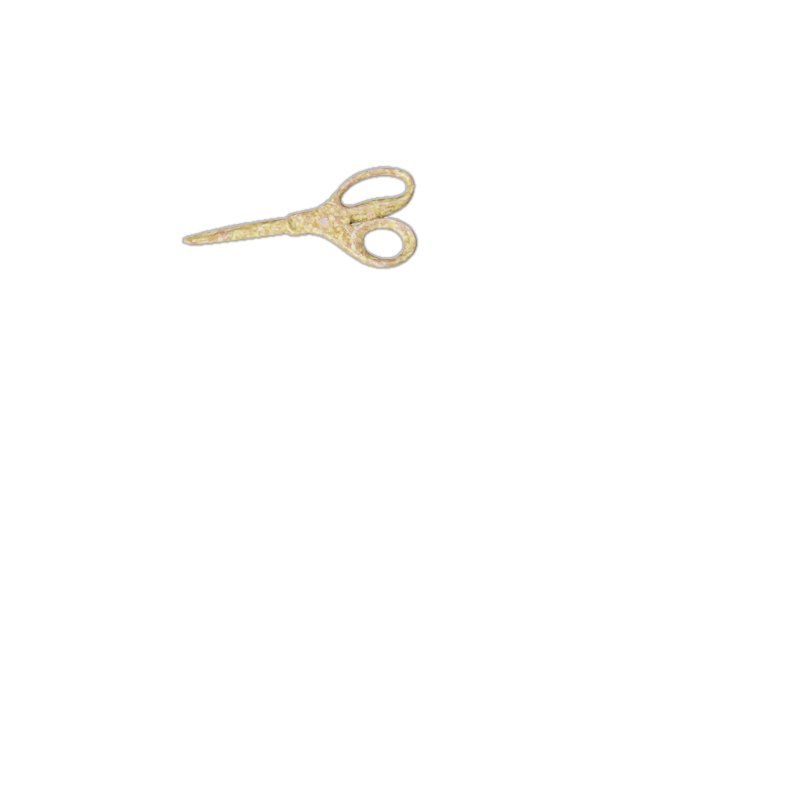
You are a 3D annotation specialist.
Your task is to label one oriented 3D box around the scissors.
[{"bbox_3d":[-0.074,-0.134,0.942,0.201,0.100,0.015,-24,-14,-7],"label":"scissors"}]
